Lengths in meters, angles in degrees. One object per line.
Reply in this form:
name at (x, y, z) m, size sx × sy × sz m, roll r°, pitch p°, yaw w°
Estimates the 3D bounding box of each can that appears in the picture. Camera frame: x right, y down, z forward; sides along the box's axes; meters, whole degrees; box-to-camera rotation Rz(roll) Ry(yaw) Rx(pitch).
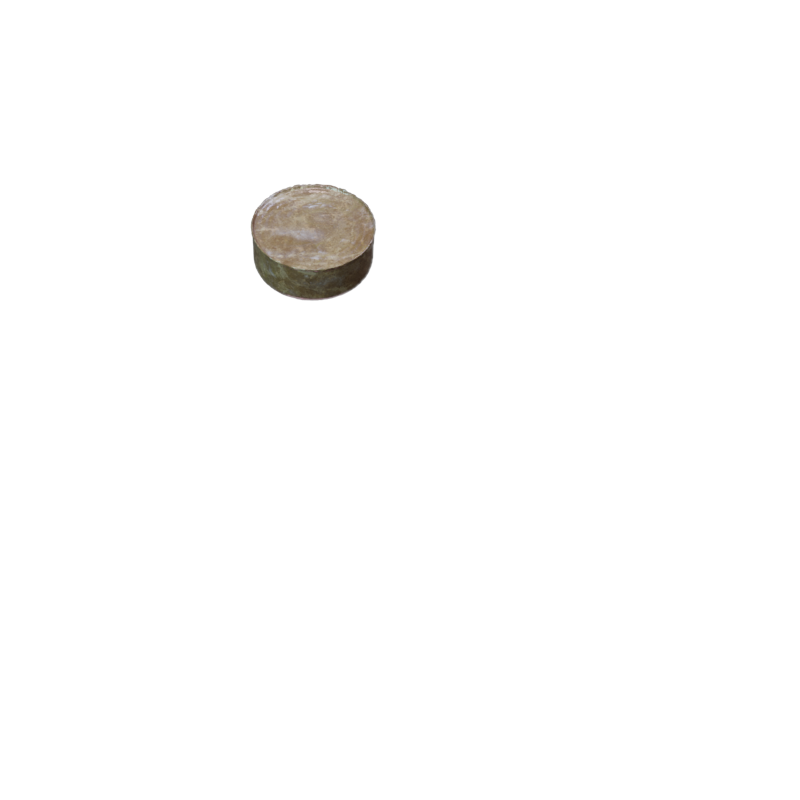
can at (-0.060, -0.110, 0.771) m, size 0.086 × 0.092 × 0.031 m, roll -1°, pitch -42°, yaw -1°
